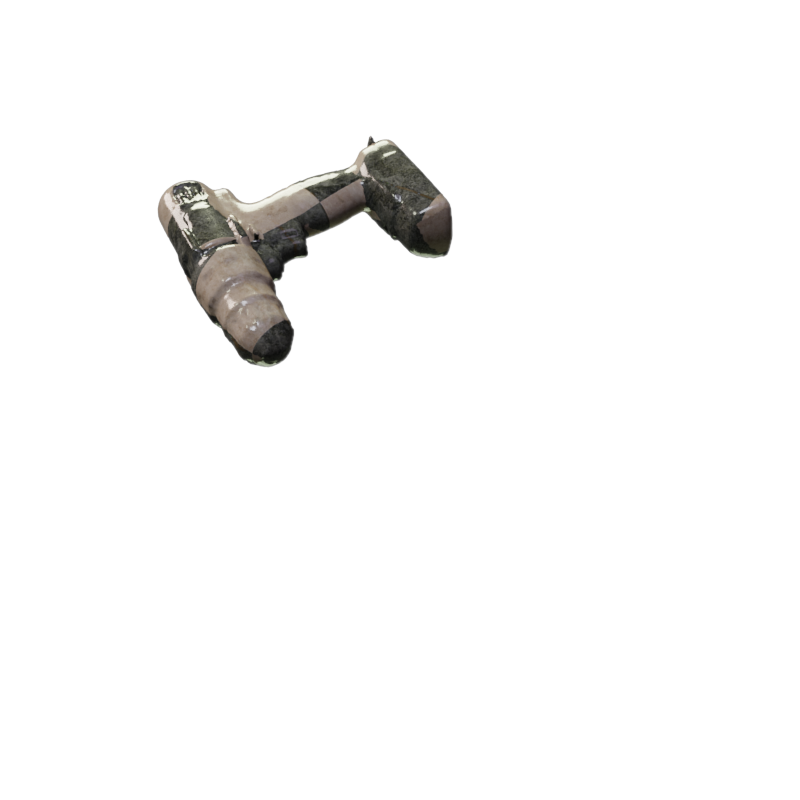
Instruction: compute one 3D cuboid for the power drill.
[{"bbox_3d":[-0.061,-0.112,0.782,0.186,0.053,0.200,-19,48,-18],"label":"power drill"}]
